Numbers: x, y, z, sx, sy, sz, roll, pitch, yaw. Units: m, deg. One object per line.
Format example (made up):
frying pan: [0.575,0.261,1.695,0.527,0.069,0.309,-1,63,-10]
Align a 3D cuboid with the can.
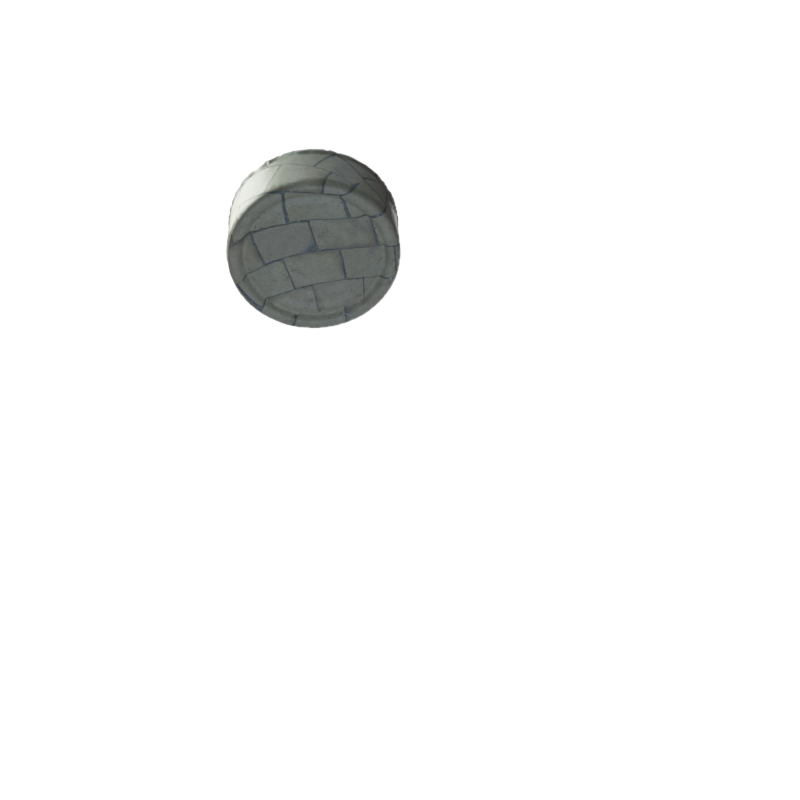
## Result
can: [-0.043,-0.078,0.546,0.086,0.080,0.036,1,34,-1]
